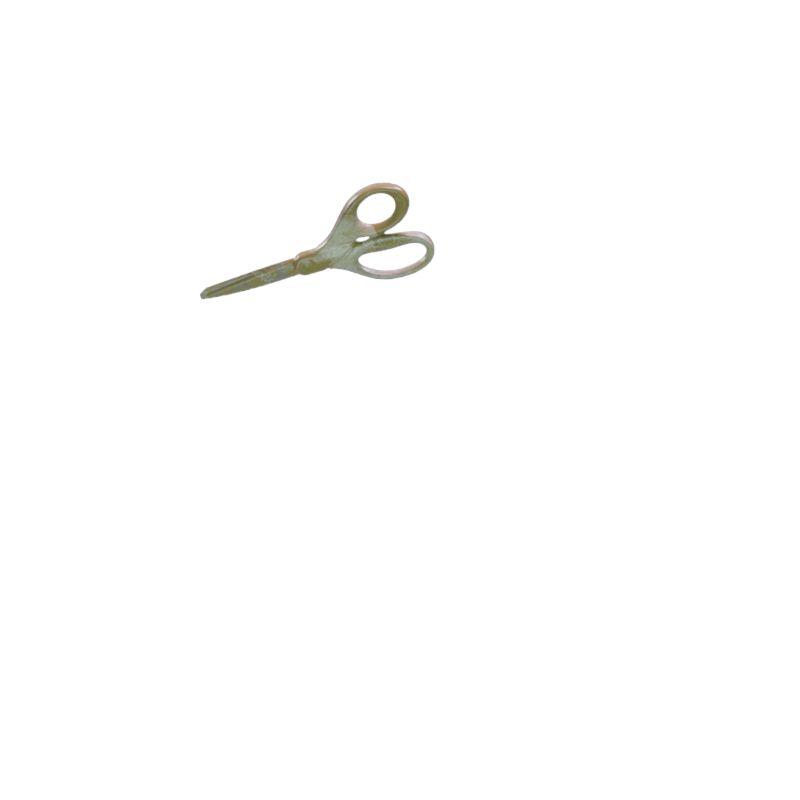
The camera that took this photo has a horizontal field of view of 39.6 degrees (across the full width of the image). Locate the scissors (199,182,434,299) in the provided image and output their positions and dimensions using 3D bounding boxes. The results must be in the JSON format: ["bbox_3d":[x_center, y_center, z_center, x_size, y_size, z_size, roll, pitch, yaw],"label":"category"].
[{"bbox_3d":[-0.073,-0.132,0.927,0.202,0.090,0.017,-3,29,2],"label":"scissors"}]
